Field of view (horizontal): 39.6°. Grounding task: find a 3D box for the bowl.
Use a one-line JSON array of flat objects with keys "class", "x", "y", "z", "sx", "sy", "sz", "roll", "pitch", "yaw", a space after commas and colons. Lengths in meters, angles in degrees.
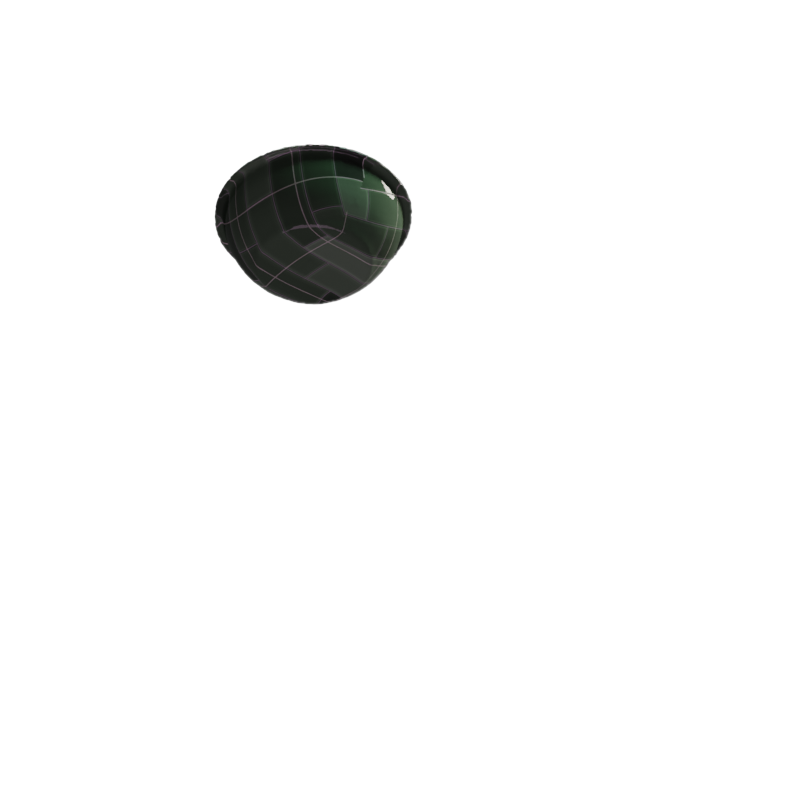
[{"class": "bowl", "x": -0.070, "y": -0.127, "z": 0.889, "sx": 0.162, "sy": 0.059, "sz": 0.151, "roll": 1, "pitch": -40, "yaw": -1}]
